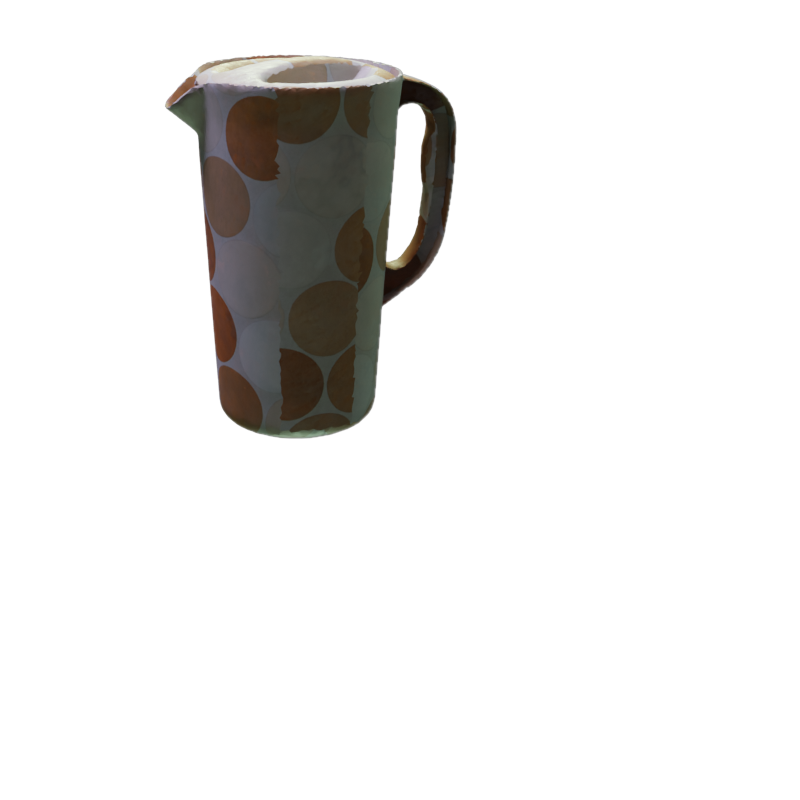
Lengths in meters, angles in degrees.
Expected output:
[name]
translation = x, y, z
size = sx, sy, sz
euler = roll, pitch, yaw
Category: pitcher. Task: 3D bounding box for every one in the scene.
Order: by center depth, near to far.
[pitcher]
translation = -0.058, -0.105, 0.735
size = 0.155, 0.233, 0.145
euler = 11, 23, 25
